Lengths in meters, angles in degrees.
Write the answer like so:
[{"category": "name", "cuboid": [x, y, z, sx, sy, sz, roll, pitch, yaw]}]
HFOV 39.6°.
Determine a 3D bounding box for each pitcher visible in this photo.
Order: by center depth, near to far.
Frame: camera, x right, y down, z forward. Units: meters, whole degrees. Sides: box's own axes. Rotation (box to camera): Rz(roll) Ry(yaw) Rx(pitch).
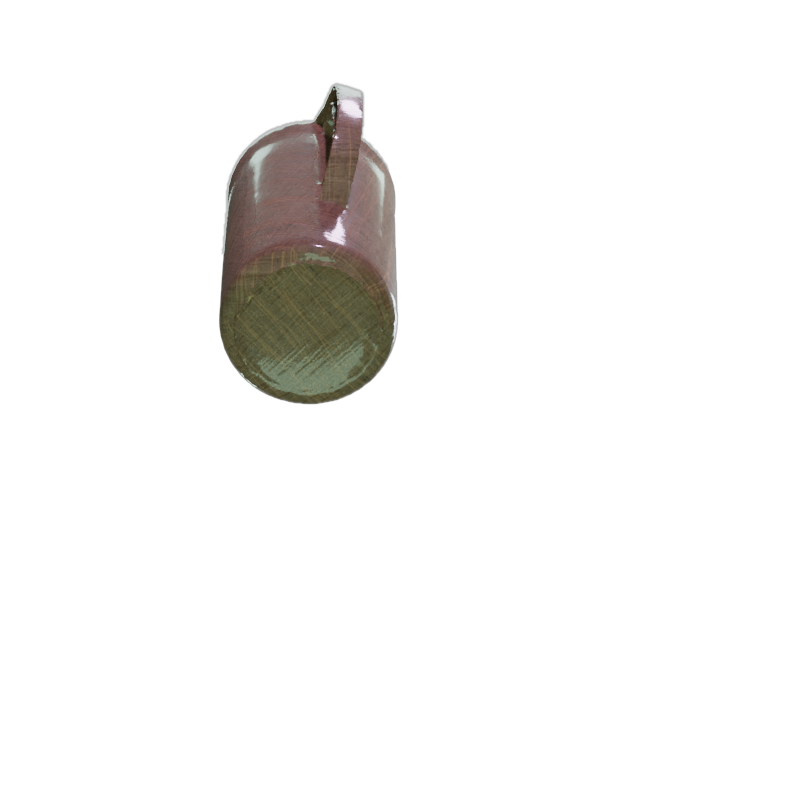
[{"category": "pitcher", "cuboid": [-0.060, -0.109, 0.765, 0.145, 0.141, 0.256, -26, 25, 9]}]
